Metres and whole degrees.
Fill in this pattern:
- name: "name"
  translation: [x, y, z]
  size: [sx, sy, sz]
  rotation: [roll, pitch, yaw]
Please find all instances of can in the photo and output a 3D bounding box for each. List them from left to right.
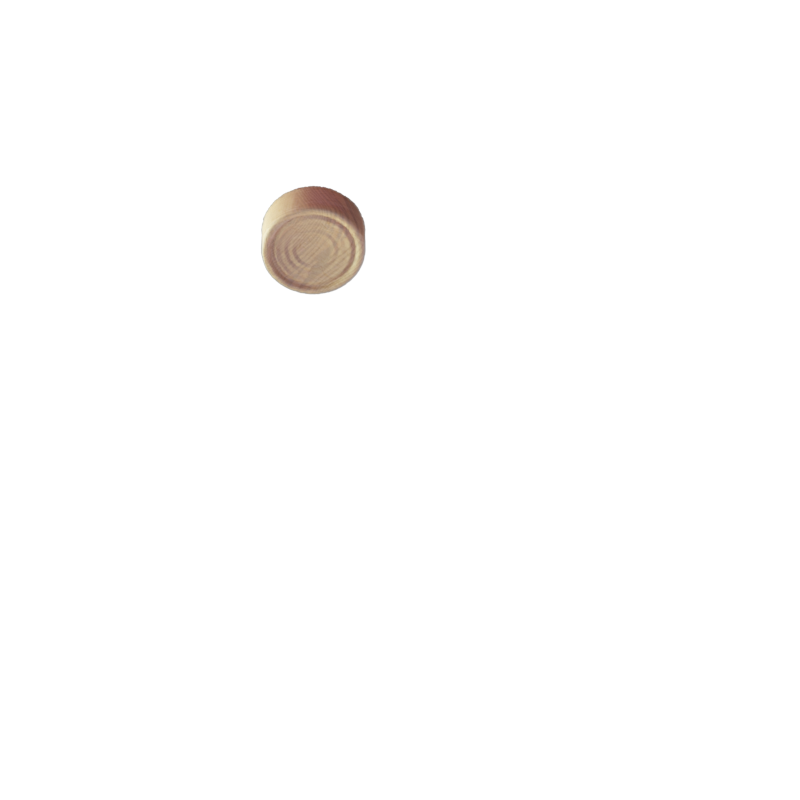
- name: "can"
  translation: [-0.071, -0.129, 0.901]
  size: [0.086, 0.080, 0.036]
  rotation: [1, 35, -1]
